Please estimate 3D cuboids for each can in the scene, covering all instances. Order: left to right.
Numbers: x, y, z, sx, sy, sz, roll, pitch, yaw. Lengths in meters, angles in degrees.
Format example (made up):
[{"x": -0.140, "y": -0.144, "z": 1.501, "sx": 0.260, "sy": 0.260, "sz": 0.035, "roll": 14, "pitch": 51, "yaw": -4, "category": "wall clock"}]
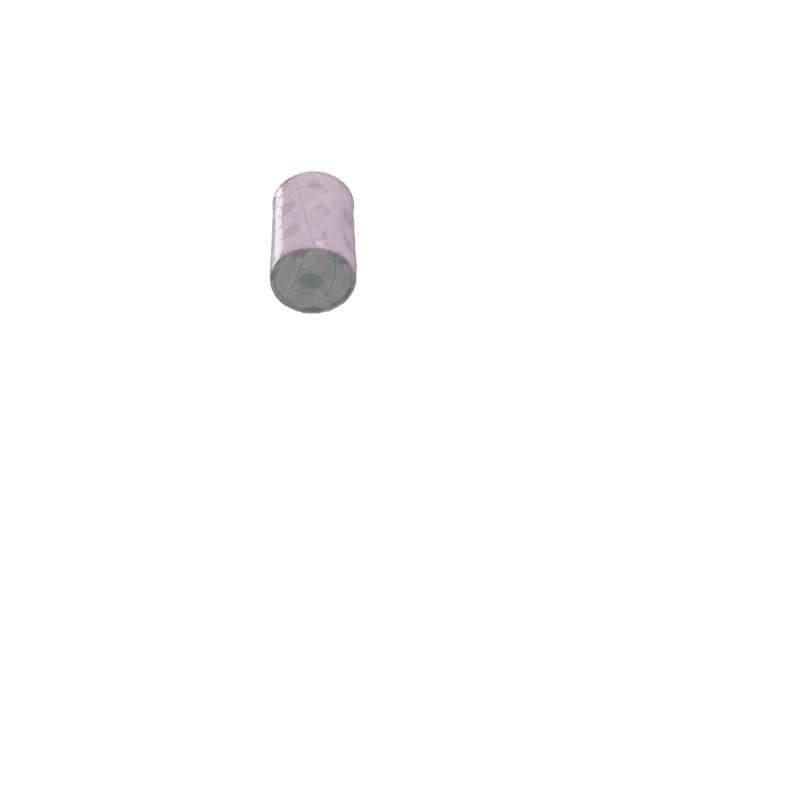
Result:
[{"x": -0.069, "y": -0.126, "z": 0.880, "sx": 0.068, "sy": 0.064, "sz": 0.110, "roll": -1, "pitch": 41, "yaw": -3, "category": "can"}]
